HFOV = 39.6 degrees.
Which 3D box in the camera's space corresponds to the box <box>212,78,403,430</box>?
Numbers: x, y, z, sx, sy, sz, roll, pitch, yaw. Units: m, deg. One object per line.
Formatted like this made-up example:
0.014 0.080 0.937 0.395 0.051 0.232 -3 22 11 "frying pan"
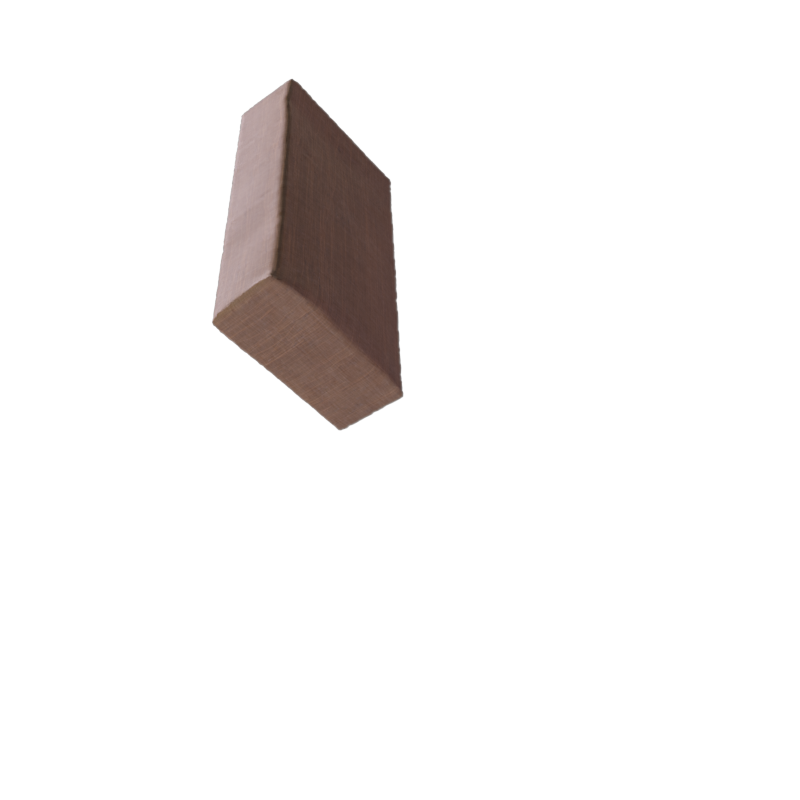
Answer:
-0.045 -0.081 0.568 0.048 0.189 0.087 -33 -55 22 "box"
